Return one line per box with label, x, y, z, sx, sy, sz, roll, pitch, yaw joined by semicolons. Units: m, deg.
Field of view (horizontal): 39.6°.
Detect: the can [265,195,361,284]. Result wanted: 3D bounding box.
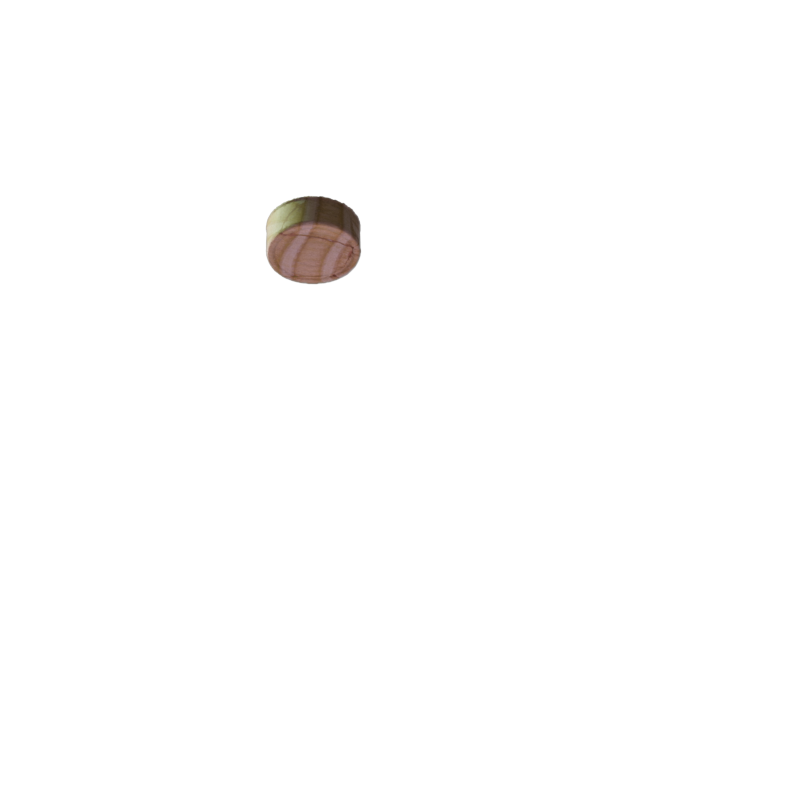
can;-0.077;-0.141;0.990;0.086;0.036;0.080;1;-36;-2
